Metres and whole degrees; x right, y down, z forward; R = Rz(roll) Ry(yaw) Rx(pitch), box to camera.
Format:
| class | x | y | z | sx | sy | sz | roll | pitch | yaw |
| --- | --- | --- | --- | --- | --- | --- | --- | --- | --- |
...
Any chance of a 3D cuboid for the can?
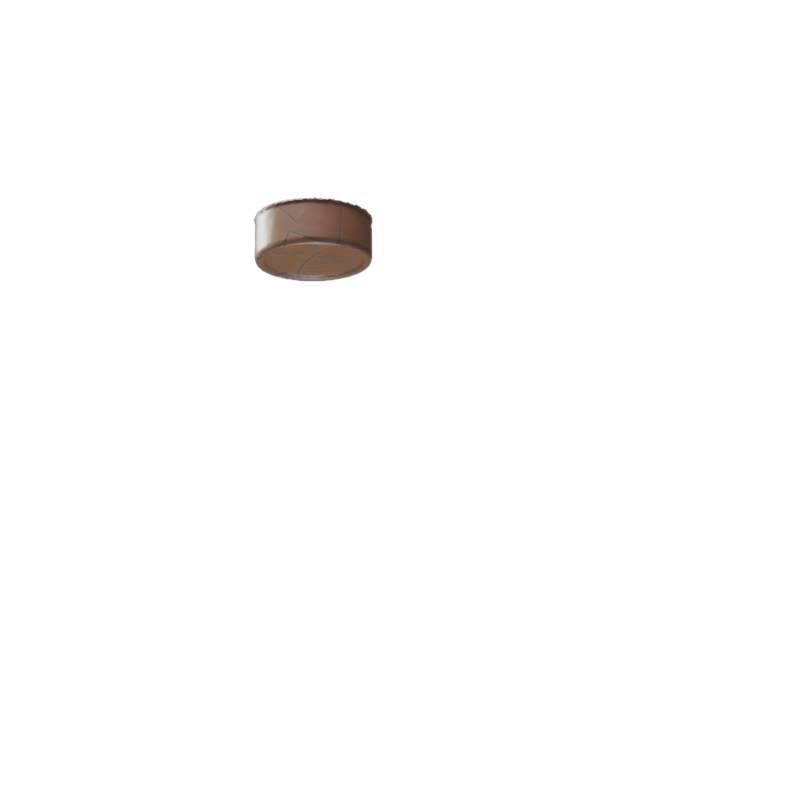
| class | x | y | z | sx | sy | sz | roll | pitch | yaw |
| --- | --- | --- | --- | --- | --- | --- | --- | --- | --- |
| can | -0.062 | -0.114 | 0.797 | 0.086 | 0.035 | 0.083 | 0 | -14 | -2 |
